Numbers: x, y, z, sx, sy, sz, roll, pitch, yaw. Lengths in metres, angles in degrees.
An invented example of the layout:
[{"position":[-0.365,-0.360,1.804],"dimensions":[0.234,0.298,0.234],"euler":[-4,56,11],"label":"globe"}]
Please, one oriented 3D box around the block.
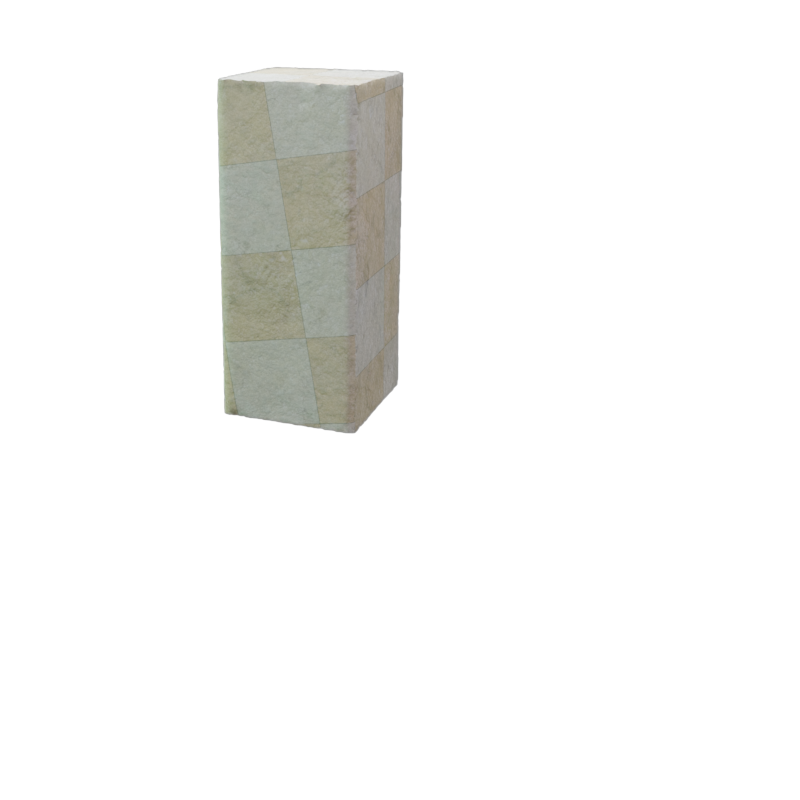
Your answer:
[{"position":[-0.054,-0.098,0.686],"dimensions":[0.093,0.199,0.091],"euler":[6,17,18],"label":"block"}]
